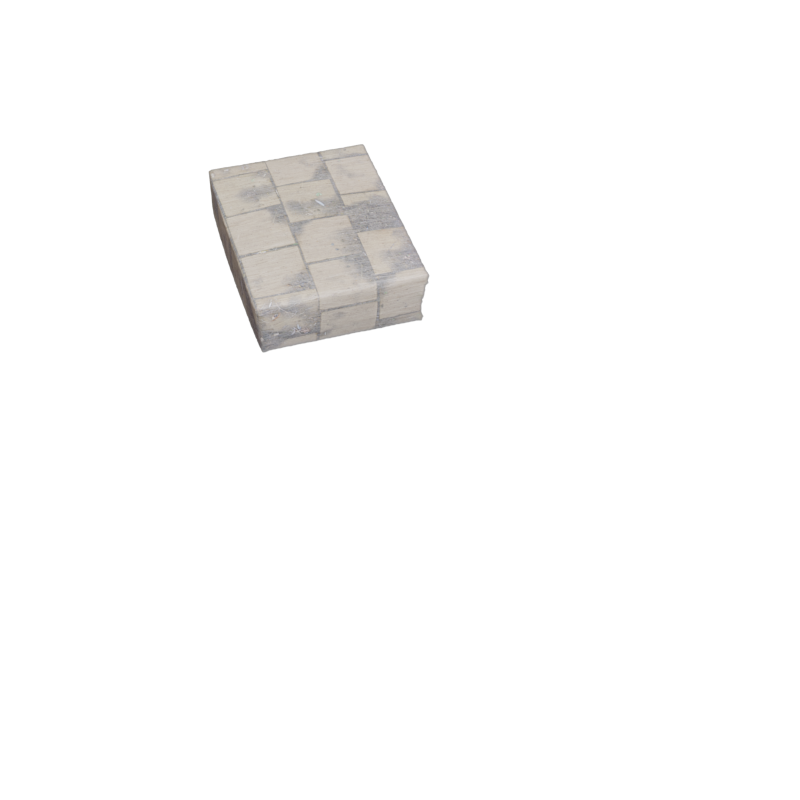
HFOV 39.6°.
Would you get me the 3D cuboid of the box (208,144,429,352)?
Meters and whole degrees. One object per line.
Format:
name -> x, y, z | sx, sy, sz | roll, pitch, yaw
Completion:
box -> -0.046, -0.084, 0.587 | 0.089, 0.123, 0.036 | -13, -40, -12
